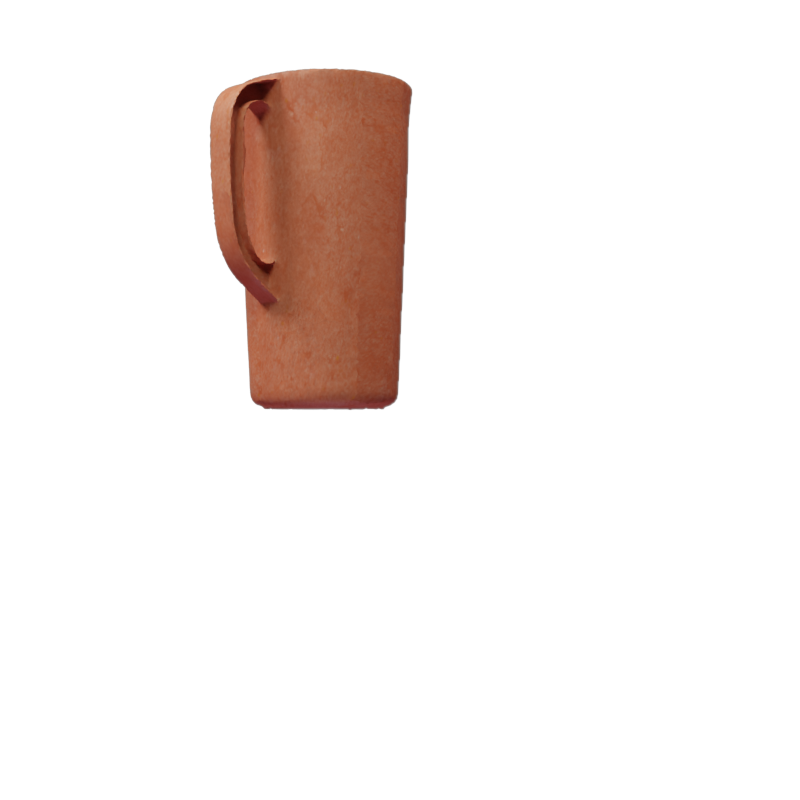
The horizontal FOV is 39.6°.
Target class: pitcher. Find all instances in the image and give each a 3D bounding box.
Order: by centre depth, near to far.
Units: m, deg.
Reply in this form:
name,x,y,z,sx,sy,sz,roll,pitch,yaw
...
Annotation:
name,x,y,z,sx,sy,sz,roll,pitch,yaw
pitcher,-0.064,-0.116,0.813,0.148,0.247,0.144,0,-6,-6
